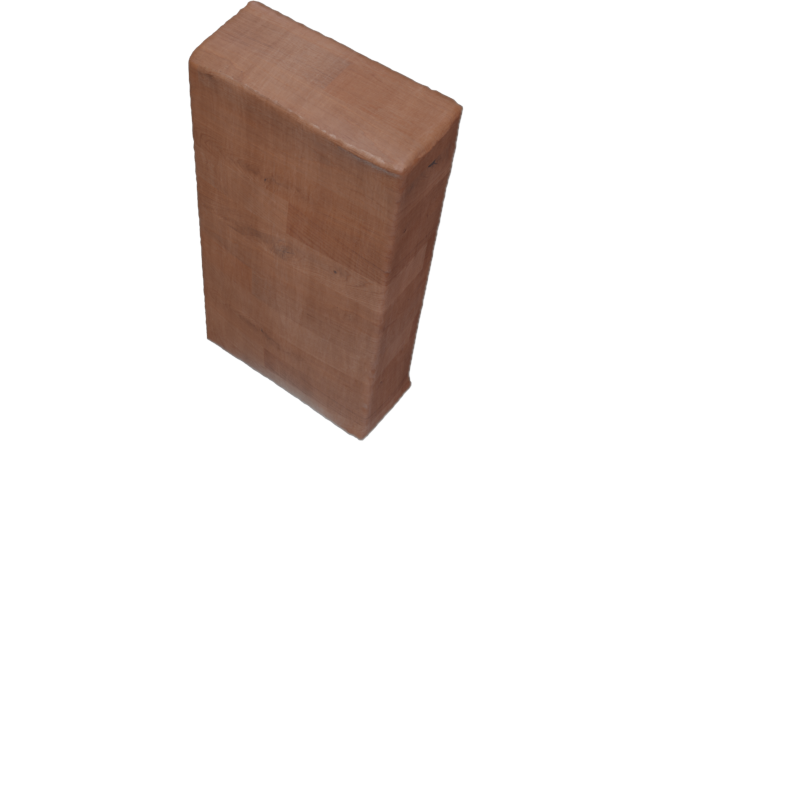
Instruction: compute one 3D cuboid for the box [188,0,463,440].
[{"bbox_3d":[-0.035,-0.063,0.441,0.097,0.049,0.165,33,-29,17],"label":"box"}]
